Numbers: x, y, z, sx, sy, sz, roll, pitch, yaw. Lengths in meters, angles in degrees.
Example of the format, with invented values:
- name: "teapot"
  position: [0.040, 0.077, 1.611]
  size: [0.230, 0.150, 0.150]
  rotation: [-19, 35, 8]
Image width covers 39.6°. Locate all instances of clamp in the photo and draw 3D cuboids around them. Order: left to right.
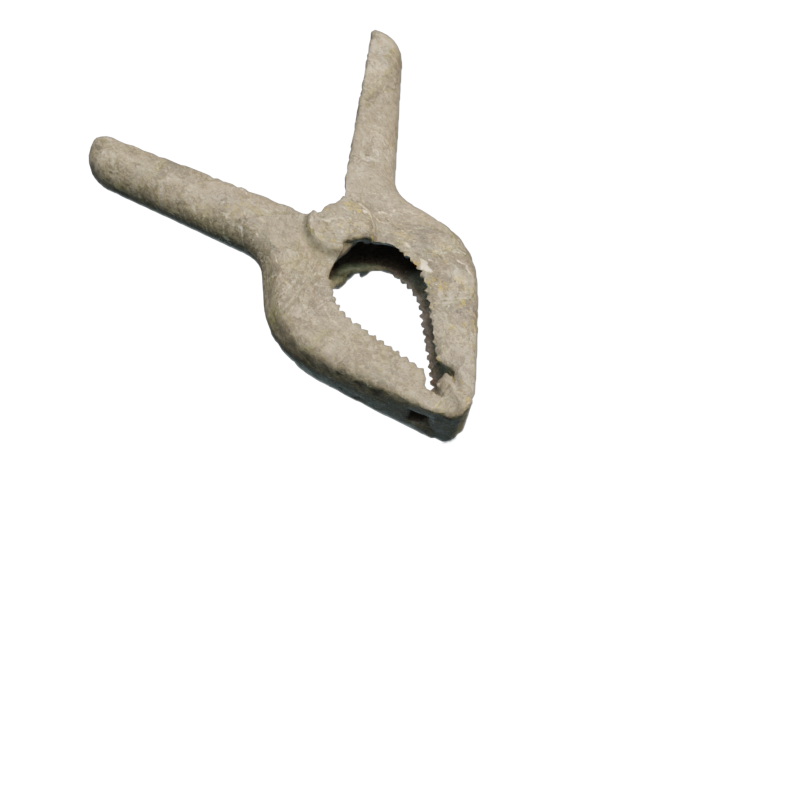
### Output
- name: "clamp"
  position: [-0.039, -0.071, 0.498]
  size: [0.163, 0.225, 0.034]
  rotation: [-20, -29, -11]
